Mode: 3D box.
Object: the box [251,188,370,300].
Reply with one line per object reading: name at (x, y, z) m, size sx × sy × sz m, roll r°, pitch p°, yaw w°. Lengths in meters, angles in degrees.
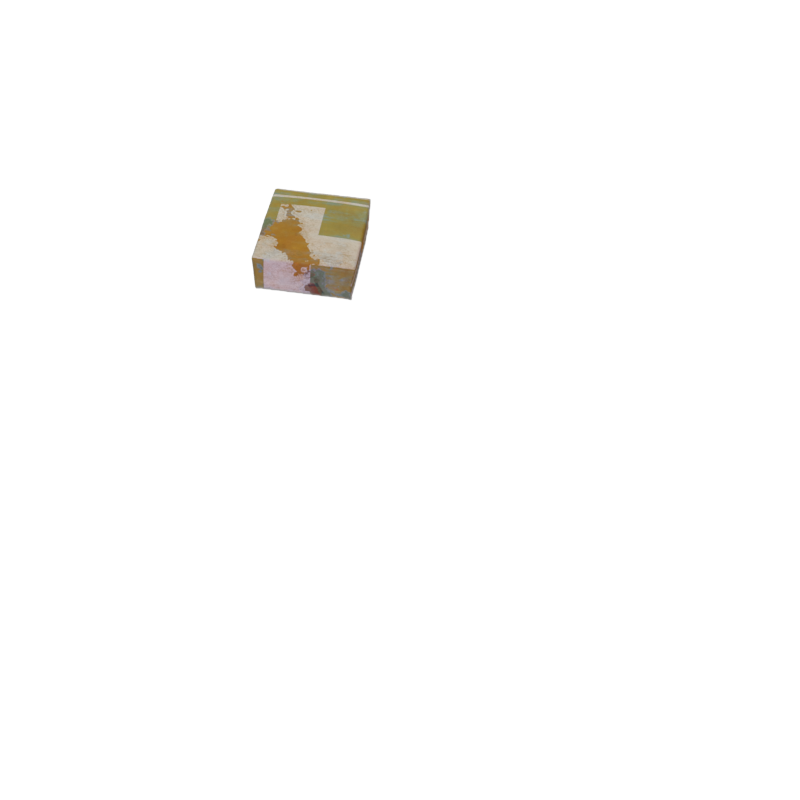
box at (-0.077, -0.141, 0.987) m, size 0.091 × 0.036 × 0.121 m, roll 5°, pitch 43°, yaw 5°
